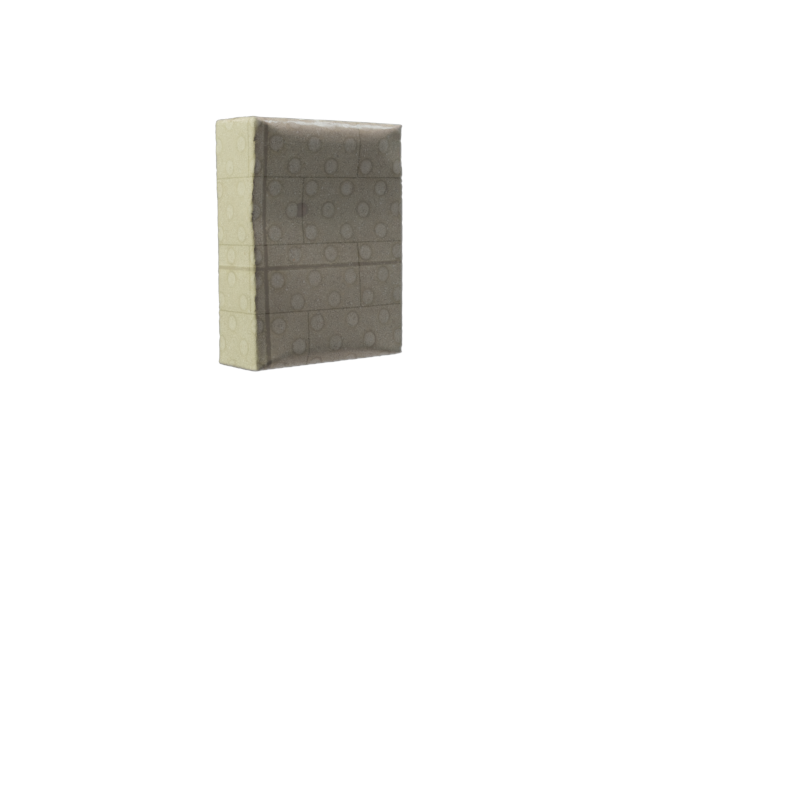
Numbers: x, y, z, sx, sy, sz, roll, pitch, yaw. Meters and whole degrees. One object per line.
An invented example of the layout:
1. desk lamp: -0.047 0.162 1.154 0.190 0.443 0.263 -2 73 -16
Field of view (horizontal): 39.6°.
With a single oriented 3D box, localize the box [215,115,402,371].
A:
1. box: -0.077 -0.140 0.981 0.159 0.212 0.075 -4 5 -37
